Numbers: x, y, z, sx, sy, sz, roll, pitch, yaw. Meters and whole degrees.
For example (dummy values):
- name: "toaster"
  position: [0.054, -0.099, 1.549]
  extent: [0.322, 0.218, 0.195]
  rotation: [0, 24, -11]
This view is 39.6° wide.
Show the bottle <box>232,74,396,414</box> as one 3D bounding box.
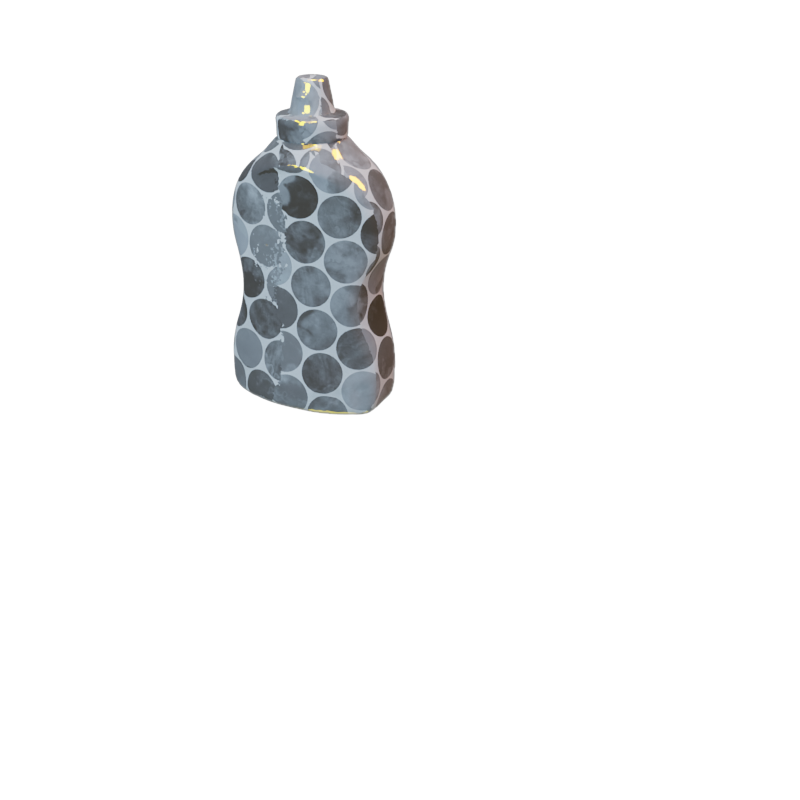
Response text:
- name: "bottle"
  position: [-0.050, -0.091, 0.639]
  extent: [0.100, 0.184, 0.058]
  rotation: [11, 22, 26]
